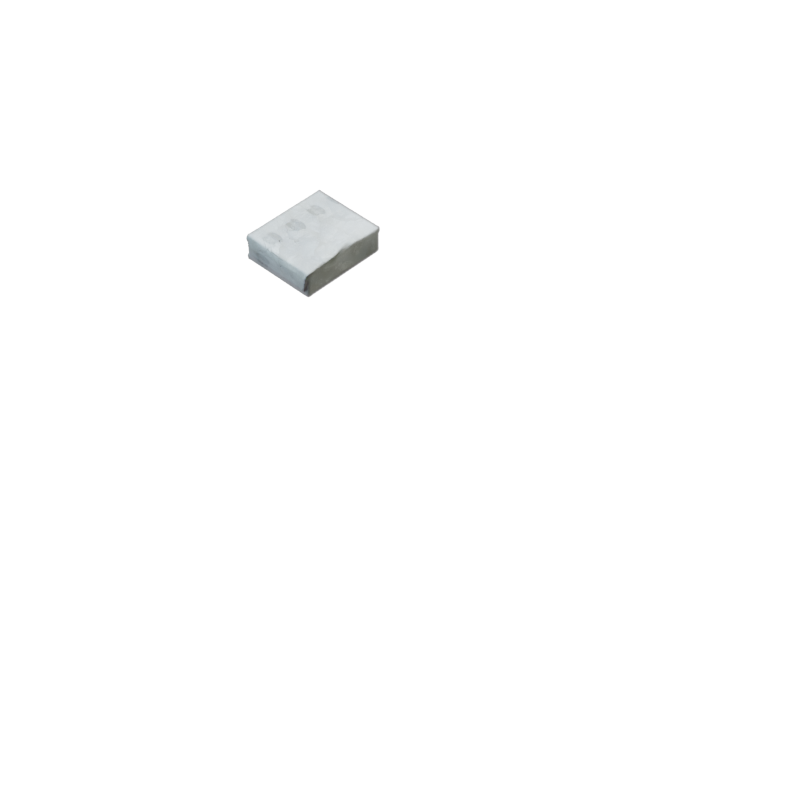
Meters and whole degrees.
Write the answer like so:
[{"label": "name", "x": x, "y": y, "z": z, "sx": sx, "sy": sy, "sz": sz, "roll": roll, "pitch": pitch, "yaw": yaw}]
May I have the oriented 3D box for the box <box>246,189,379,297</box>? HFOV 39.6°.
[{"label": "box", "x": -0.073, "y": -0.133, "z": 0.935, "sx": 0.078, "sy": 0.028, "sz": 0.090, "roll": 34, "pitch": 53, "yaw": 29}]
